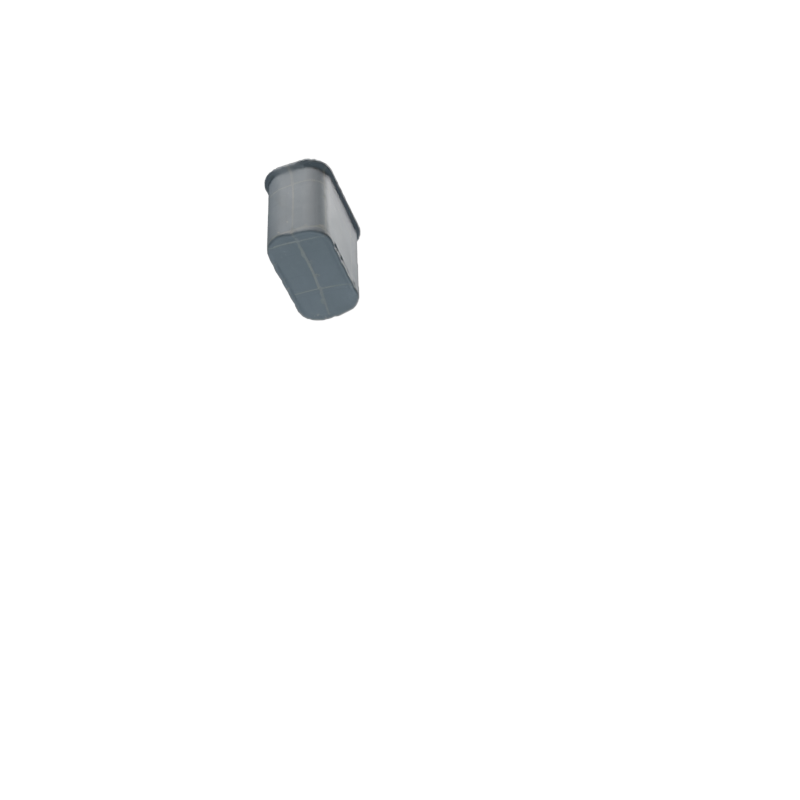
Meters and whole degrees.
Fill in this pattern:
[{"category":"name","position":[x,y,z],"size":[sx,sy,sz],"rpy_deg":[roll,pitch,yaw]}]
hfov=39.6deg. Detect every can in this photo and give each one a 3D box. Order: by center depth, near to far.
[{"category":"can","position":[-0.069,-0.126,0.885],"size":[0.058,0.090,0.094],"rpy_deg":[-15,-45,13]}]
